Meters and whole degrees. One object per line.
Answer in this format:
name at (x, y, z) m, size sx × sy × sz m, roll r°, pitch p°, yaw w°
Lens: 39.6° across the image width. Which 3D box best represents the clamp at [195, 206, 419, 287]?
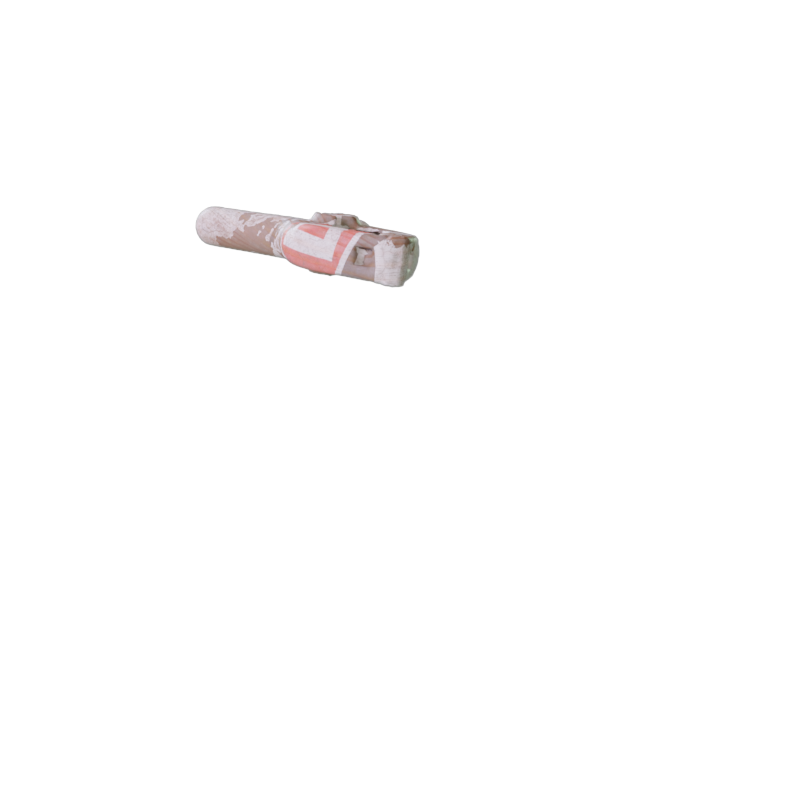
clamp at (-0.051, -0.093, 0.652) m, size 0.118 × 0.038 × 0.178 m, roll -3°, pitch 12°, yaw -18°
